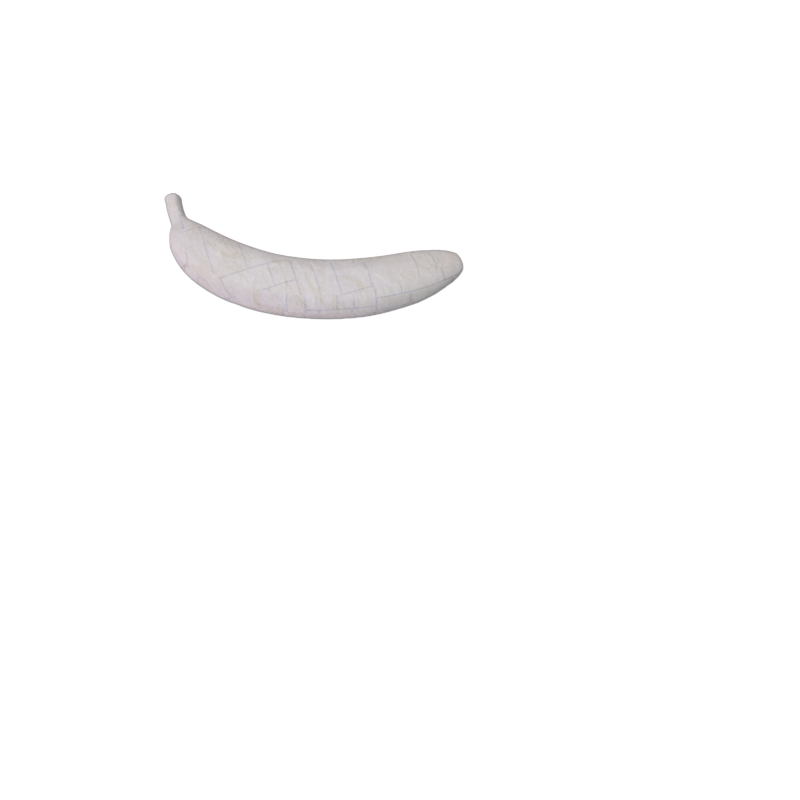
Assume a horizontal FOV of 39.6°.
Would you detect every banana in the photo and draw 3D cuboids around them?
[{"bbox_3d":[-0.062,-0.083,0.690,0.200,0.072,0.035,14,-21,5],"label":"banana"}]
